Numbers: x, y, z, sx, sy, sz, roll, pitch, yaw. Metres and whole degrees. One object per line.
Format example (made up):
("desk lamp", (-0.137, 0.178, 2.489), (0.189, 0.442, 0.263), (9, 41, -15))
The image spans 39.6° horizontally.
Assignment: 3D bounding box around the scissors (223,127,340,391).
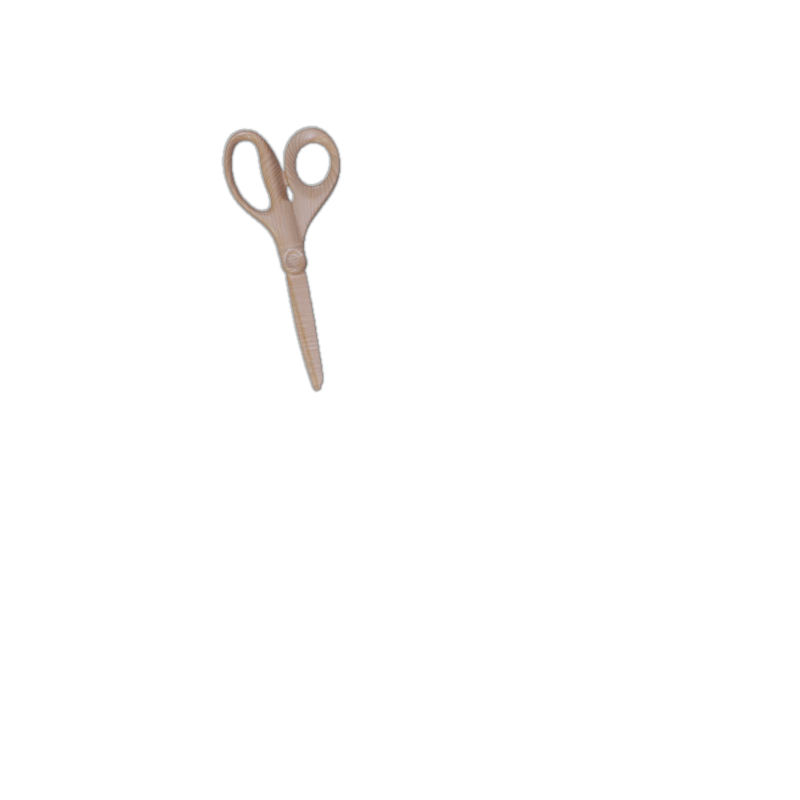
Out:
("scissors", (-0.065, -0.118, 0.826), (0.096, 0.208, 0.015), (-26, -11, -5))
